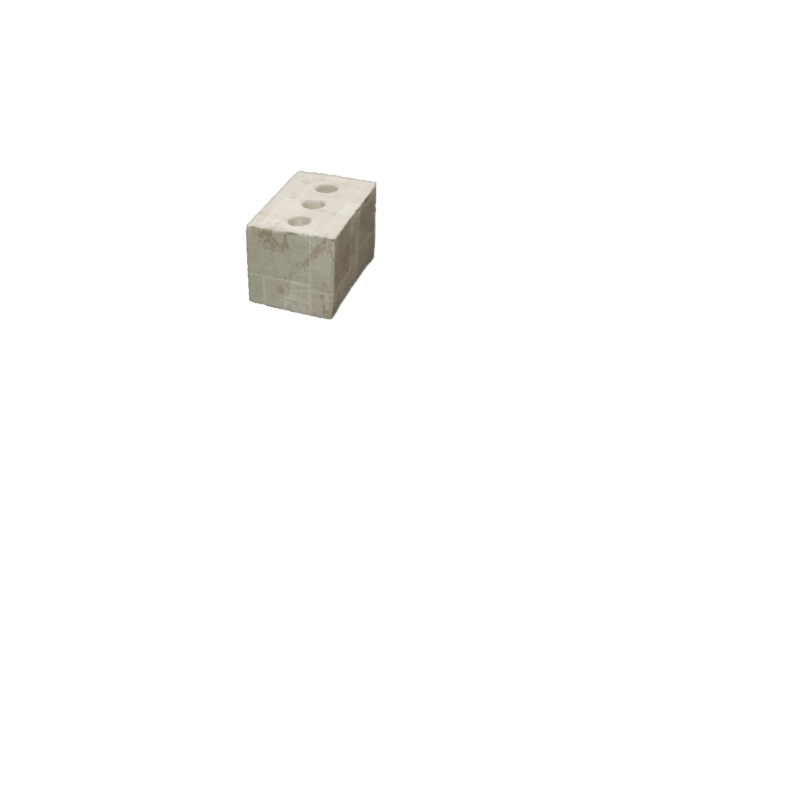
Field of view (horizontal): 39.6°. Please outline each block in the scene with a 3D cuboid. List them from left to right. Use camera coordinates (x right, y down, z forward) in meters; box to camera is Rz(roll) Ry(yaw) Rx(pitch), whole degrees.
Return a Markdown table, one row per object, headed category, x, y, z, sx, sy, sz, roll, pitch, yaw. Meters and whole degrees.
| category | x | y | z | sx | sy | sz | roll | pitch | yaw |
| --- | --- | --- | --- | --- | --- | --- | --- | --- | --- |
| block | -0.050 | -0.091 | 0.639 | 0.054 | 0.048 | 0.081 | 10 | 35 | 14 |
